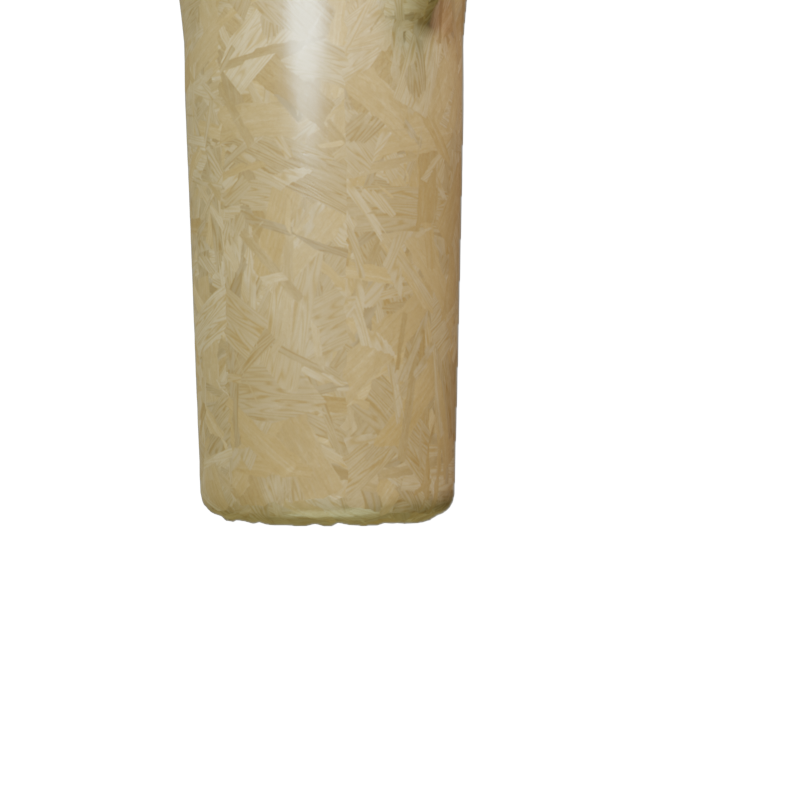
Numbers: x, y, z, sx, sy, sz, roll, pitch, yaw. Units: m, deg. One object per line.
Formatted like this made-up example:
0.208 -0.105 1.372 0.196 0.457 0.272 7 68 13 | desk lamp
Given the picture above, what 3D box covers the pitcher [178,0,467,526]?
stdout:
-0.039 -0.072 0.501 0.147 0.249 0.144 -2 -9 9 | pitcher
